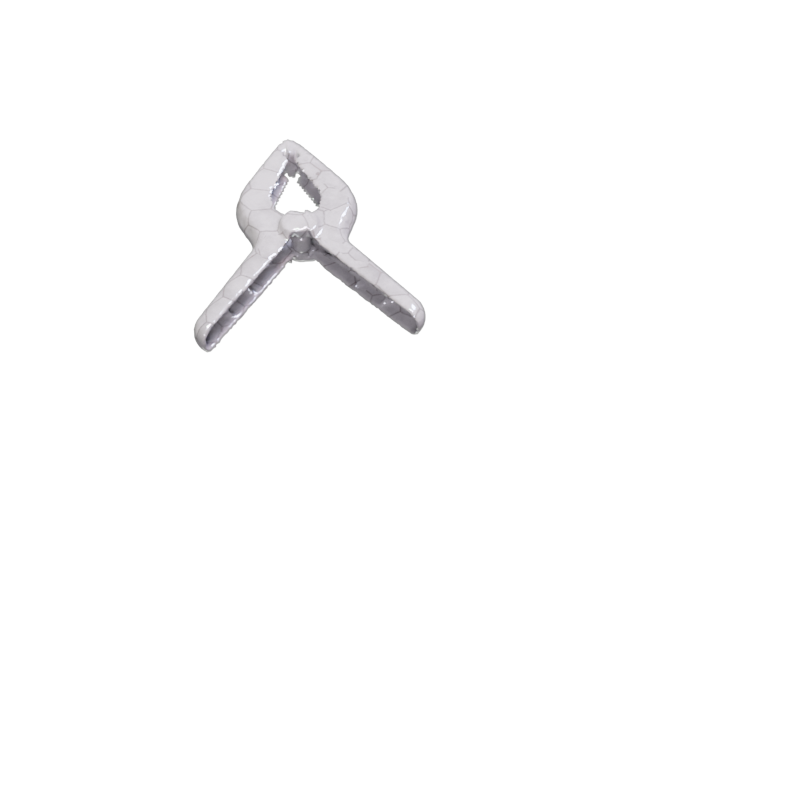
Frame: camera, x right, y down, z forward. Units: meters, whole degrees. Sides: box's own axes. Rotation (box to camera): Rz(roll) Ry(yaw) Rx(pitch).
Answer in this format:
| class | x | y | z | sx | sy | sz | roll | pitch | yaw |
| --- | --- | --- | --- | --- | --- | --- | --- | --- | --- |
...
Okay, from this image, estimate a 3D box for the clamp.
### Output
| class | x | y | z | sx | sy | sz | roll | pitch | yaw |
| --- | --- | --- | --- | --- | --- | --- | --- | --- | --- |
| clamp | -0.066 | -0.121 | 0.849 | 0.164 | 0.225 | 0.034 | 0 | -41 | 0 |
